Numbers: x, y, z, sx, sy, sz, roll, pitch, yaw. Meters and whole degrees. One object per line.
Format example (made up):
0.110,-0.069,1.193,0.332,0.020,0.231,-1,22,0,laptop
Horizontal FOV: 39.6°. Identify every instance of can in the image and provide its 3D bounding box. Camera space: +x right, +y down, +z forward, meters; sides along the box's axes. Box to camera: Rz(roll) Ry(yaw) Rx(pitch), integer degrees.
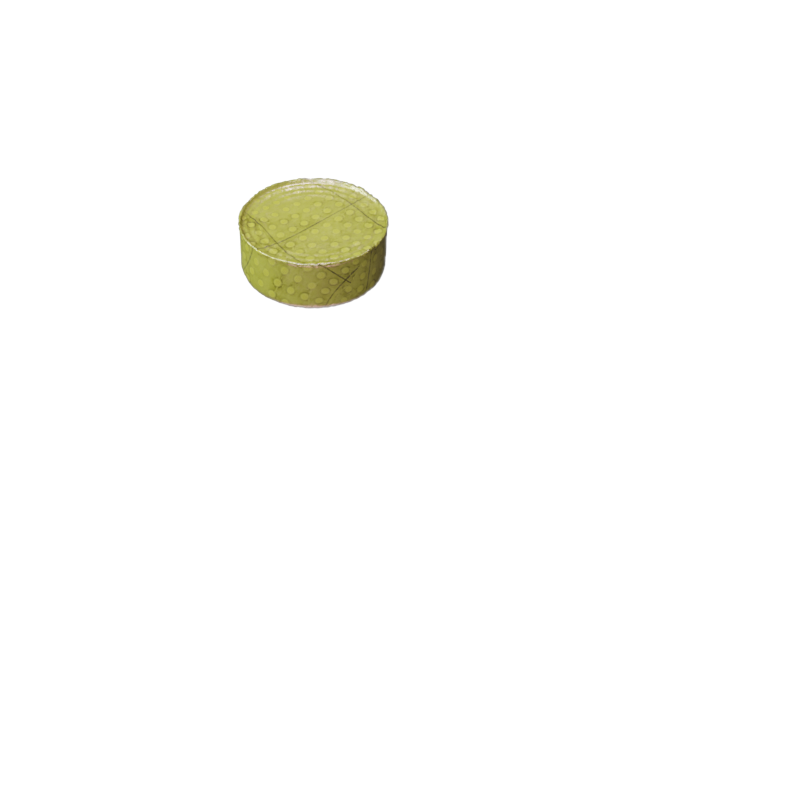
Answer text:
-0.050,-0.091,0.641,0.086,0.031,0.092,-1,41,-2,can
